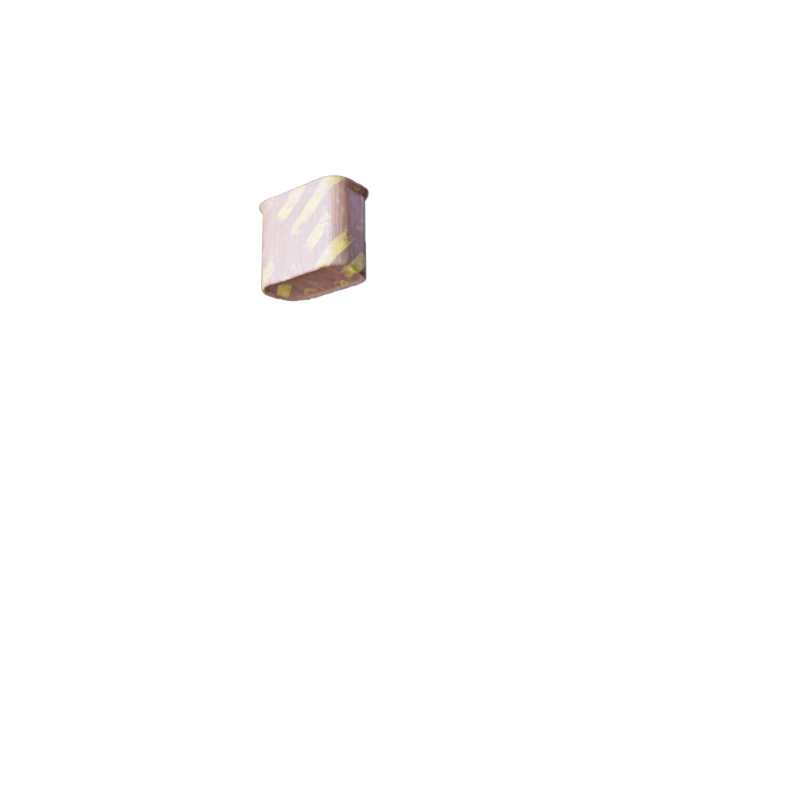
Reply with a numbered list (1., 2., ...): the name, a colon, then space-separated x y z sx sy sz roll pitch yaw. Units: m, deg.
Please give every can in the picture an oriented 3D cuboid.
1. can: -0.077 -0.140 0.978 0.103 0.088 0.054 -15 -25 35
